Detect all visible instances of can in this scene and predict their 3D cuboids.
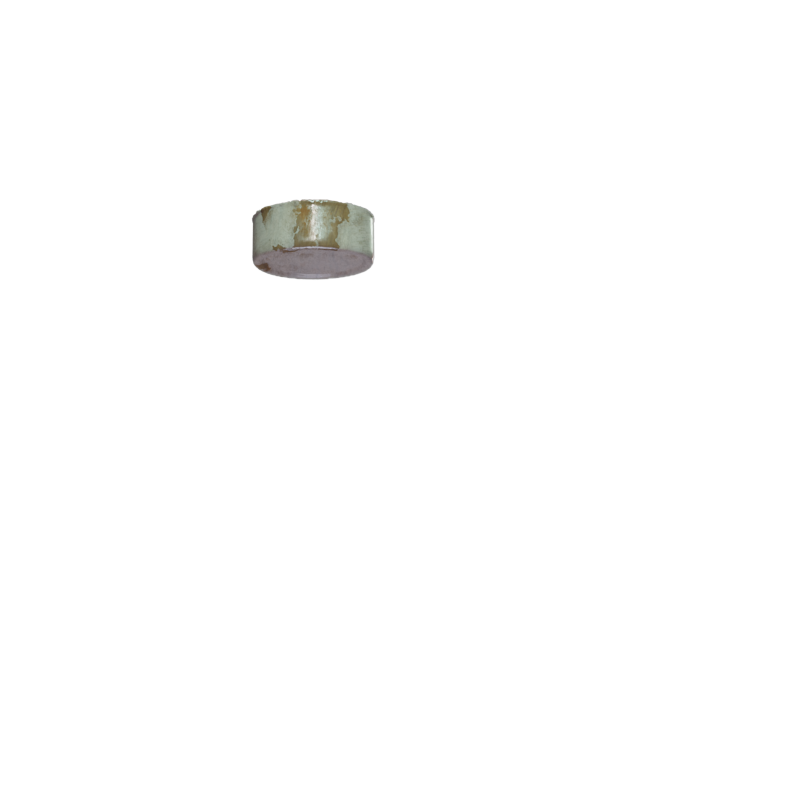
[{"bbox_3d":[-0.060,-0.110,0.768,0.086,0.035,0.083,0,-10,-2],"label":"can"}]
